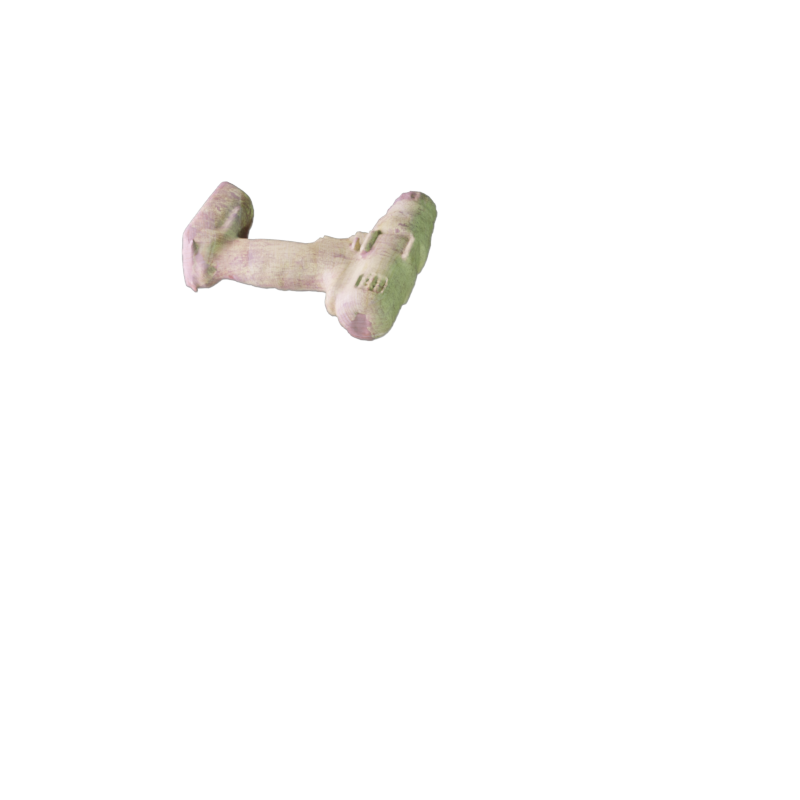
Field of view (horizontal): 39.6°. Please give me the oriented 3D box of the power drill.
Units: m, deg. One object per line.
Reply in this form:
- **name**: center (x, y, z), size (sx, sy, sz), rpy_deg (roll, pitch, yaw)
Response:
- **power drill**: center (-0.071, -0.130, 0.910), size (0.192, 0.054, 0.192), rpy_deg (10, 38, 13)
